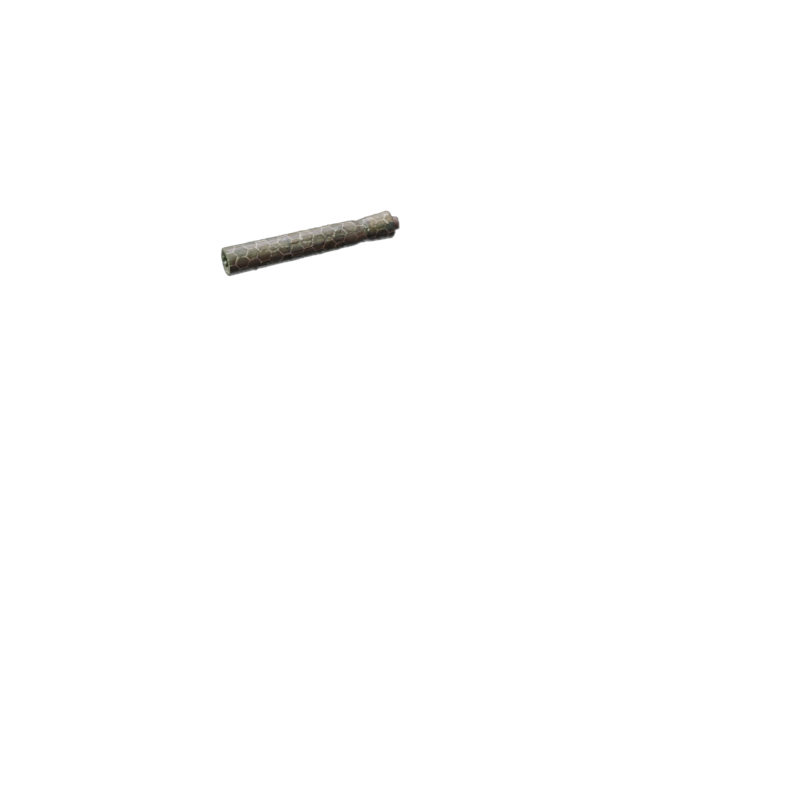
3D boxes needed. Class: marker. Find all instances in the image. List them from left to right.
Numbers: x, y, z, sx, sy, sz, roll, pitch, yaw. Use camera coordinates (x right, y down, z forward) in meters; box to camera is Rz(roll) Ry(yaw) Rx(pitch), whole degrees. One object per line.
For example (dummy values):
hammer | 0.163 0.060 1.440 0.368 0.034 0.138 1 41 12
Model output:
marker | -0.056 -0.103 0.721 0.119 0.019 0.020 -16 9 -18
